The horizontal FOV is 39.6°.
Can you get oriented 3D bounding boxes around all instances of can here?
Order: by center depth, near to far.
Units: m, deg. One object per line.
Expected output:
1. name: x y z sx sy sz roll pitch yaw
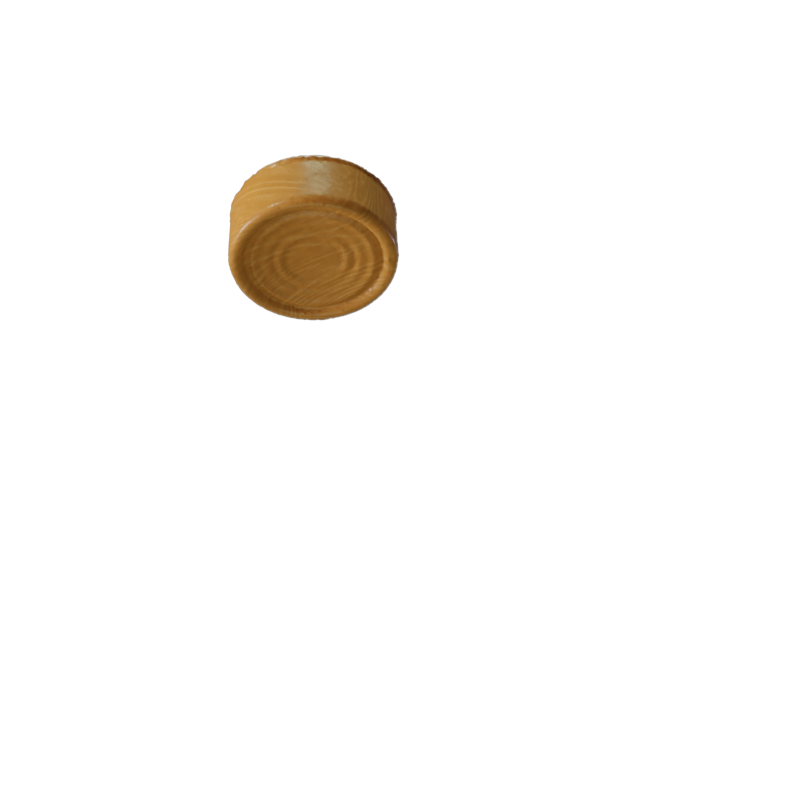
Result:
1. can: -0.044 -0.080 0.557 0.086 0.036 0.080 1 -42 -1
